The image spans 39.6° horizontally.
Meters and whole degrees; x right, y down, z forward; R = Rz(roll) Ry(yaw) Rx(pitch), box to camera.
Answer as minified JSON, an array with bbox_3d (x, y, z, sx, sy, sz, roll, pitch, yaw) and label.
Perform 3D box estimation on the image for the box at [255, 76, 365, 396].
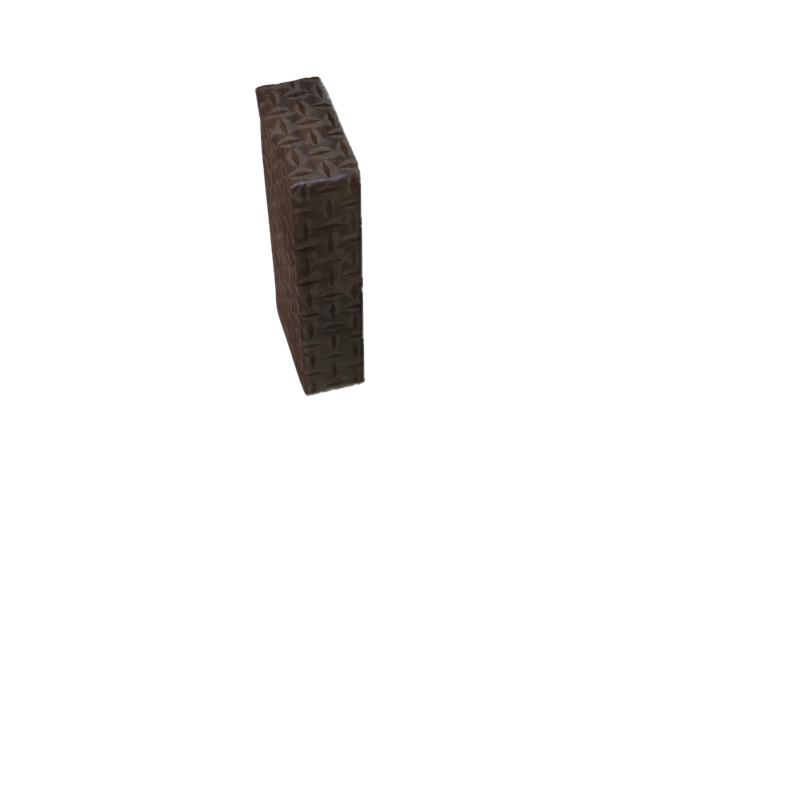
[{"bbox_3d":[-0.052,-0.095,0.664,0.047,0.101,0.164,-10,-40,-13],"label":"box"}]
